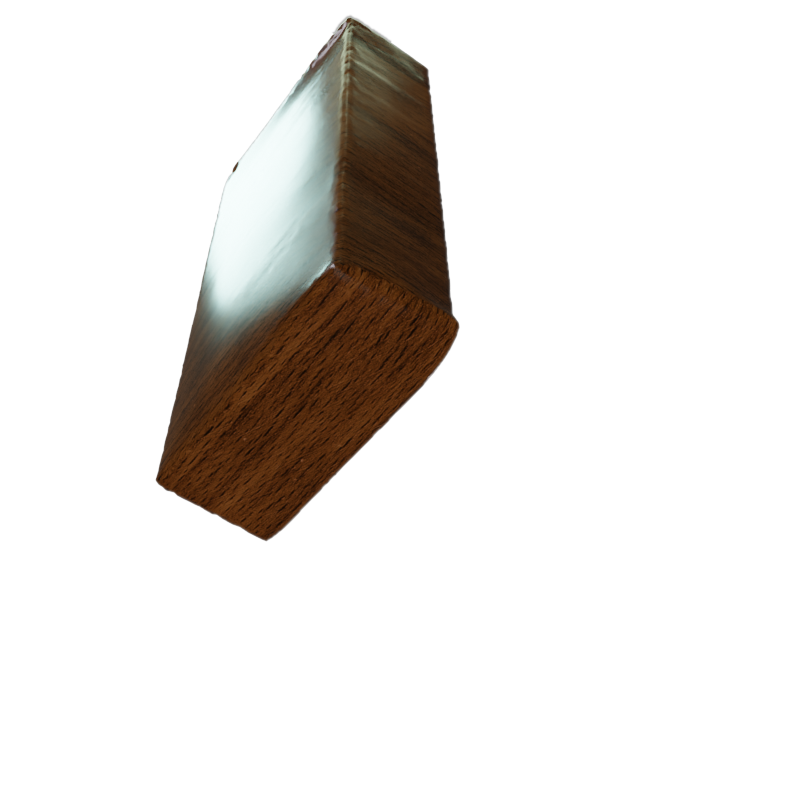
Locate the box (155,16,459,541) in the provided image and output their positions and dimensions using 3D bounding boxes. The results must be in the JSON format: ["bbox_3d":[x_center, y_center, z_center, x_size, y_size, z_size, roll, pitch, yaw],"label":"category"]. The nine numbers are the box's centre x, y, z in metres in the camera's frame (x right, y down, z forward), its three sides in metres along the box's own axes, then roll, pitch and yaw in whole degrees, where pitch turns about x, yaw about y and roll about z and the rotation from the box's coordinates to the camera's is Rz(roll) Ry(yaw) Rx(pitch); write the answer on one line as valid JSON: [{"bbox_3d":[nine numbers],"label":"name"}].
[{"bbox_3d":[-0.029,-0.052,0.367,0.046,0.091,0.189,30,30,-24],"label":"box"}]
